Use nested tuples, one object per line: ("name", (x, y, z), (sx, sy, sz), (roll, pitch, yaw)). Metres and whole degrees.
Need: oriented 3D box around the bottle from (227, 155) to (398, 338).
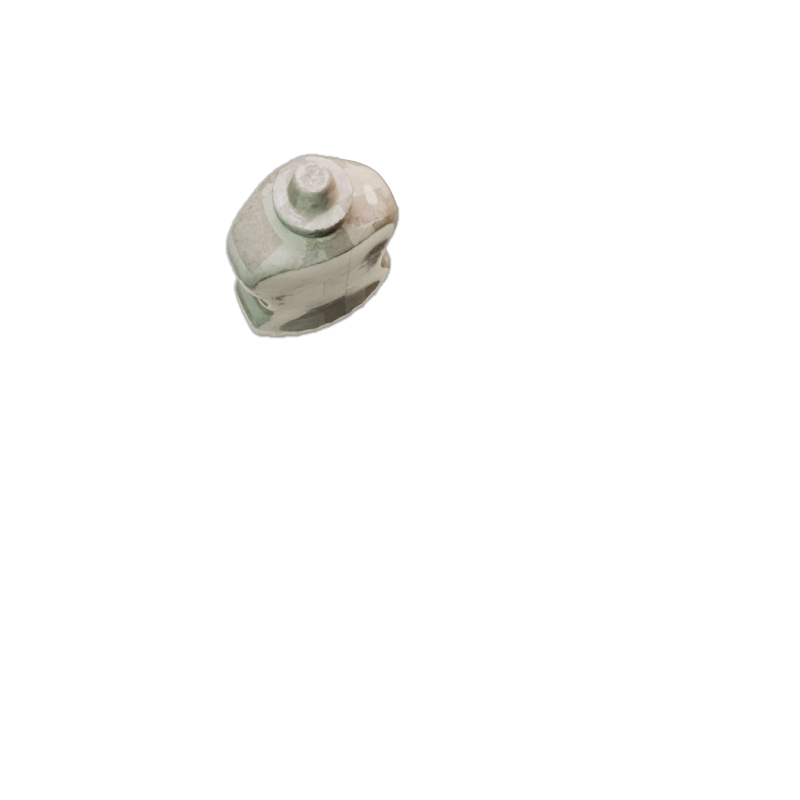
("bottle", (-0.049, -0.089, 0.622), (0.096, 0.060, 0.185), (-23, -9, -8))
